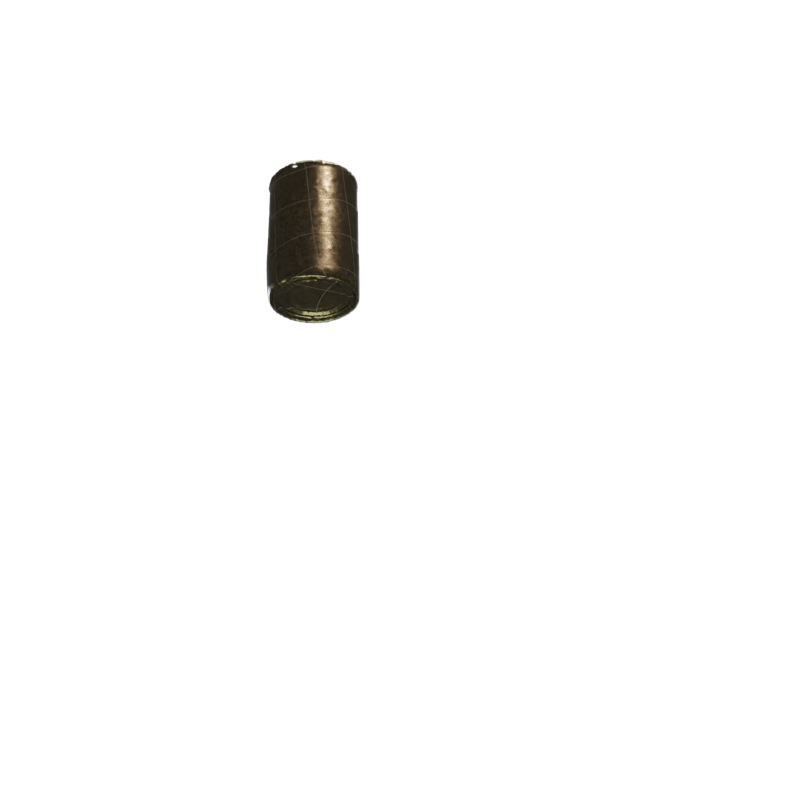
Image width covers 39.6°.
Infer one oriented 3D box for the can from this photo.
[{"bbox_3d":[-0.064,-0.117,0.817,0.068,0.109,0.064,-1,-32,-2],"label":"can"}]
